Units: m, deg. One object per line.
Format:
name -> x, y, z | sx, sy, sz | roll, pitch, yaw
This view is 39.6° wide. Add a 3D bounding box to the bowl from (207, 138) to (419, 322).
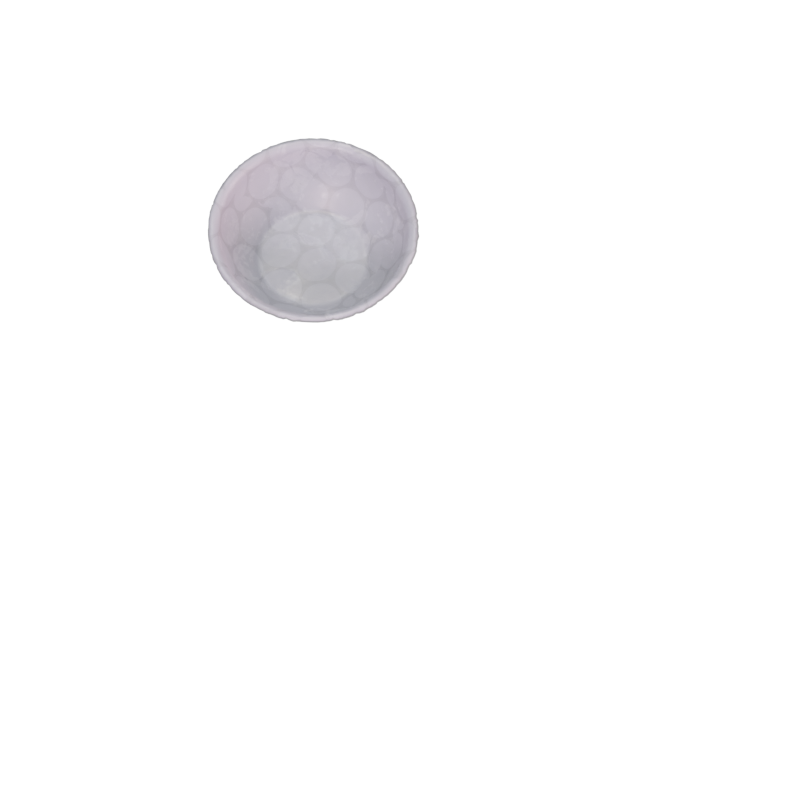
bowl -> -0.068, -0.124, 0.869 | 0.162, 0.172, 0.052 | -1, -26, -1
